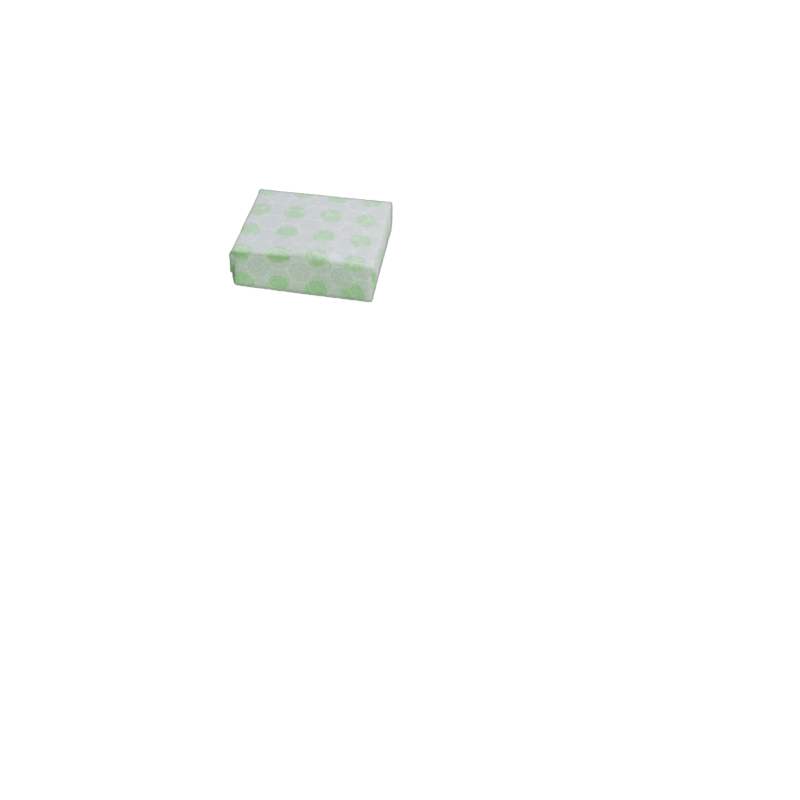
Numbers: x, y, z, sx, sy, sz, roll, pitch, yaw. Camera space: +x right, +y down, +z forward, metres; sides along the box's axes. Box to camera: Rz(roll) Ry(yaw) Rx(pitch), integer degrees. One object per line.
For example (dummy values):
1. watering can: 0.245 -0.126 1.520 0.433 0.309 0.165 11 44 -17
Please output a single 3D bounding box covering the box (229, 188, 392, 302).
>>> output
1. box: -0.054 -0.098 0.688 0.091 0.028 0.077 7 40 8
